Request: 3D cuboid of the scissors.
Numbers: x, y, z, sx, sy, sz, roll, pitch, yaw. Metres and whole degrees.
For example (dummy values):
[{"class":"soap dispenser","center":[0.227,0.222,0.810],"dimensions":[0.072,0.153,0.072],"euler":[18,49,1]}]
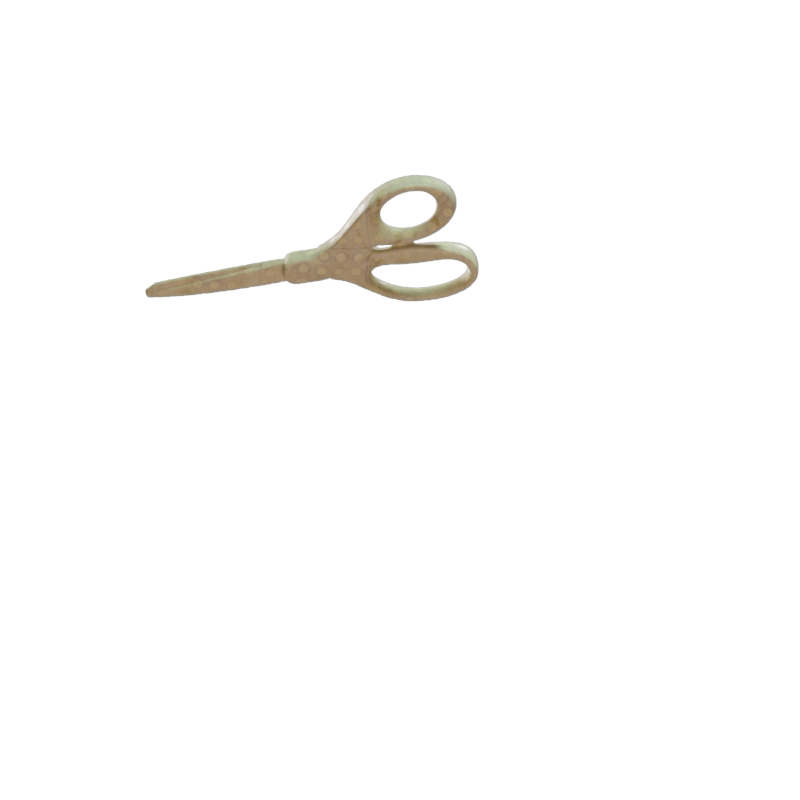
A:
[{"class":"scissors","center":[-0.052,-0.094,0.659],"dimensions":[0.201,0.090,0.017],"euler":[3,39,-2]}]
